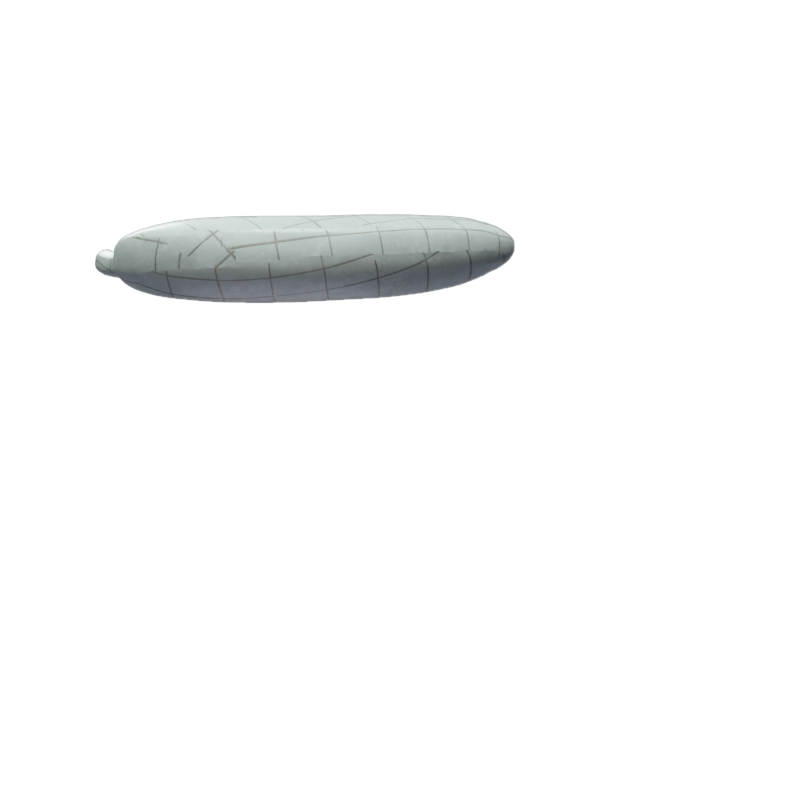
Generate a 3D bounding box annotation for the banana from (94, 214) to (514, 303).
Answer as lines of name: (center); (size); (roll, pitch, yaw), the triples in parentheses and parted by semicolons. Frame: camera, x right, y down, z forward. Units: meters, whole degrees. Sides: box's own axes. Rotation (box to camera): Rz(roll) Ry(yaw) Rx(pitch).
banana: (-0.042, -0.066, 0.495); (0.197, 0.035, 0.072); (-1, 19, -2)
